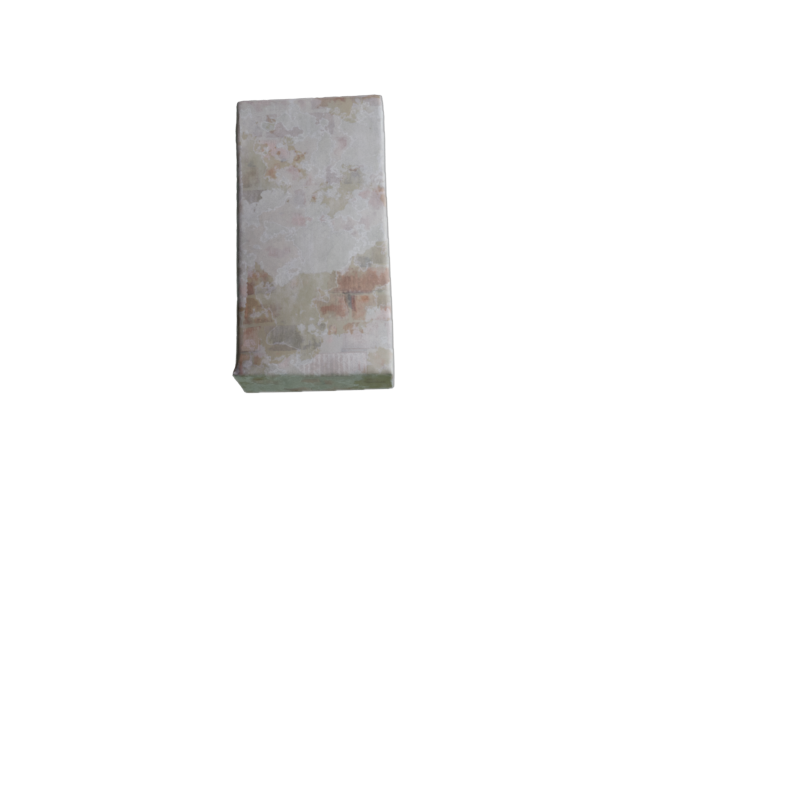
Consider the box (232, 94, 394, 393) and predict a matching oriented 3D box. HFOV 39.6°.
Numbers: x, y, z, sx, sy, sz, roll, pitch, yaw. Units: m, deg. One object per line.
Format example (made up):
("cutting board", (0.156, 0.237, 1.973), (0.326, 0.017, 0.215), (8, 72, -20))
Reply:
("box", (-0.052, -0.096, 0.670), (0.094, 0.185, 0.046), (-2, -20, 3))
